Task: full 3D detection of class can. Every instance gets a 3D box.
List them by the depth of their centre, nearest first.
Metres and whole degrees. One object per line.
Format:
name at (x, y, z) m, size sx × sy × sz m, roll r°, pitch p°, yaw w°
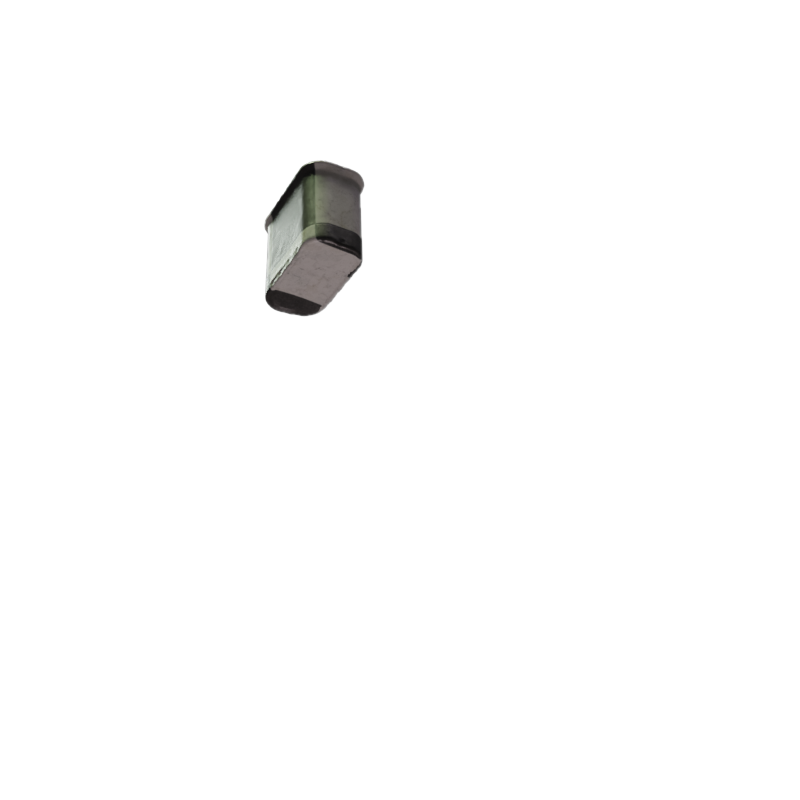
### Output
can at (-0.070, -0.128, 0.898) m, size 0.055 × 0.090 × 0.099 m, roll 18°, pitch -41°, yaw -24°
